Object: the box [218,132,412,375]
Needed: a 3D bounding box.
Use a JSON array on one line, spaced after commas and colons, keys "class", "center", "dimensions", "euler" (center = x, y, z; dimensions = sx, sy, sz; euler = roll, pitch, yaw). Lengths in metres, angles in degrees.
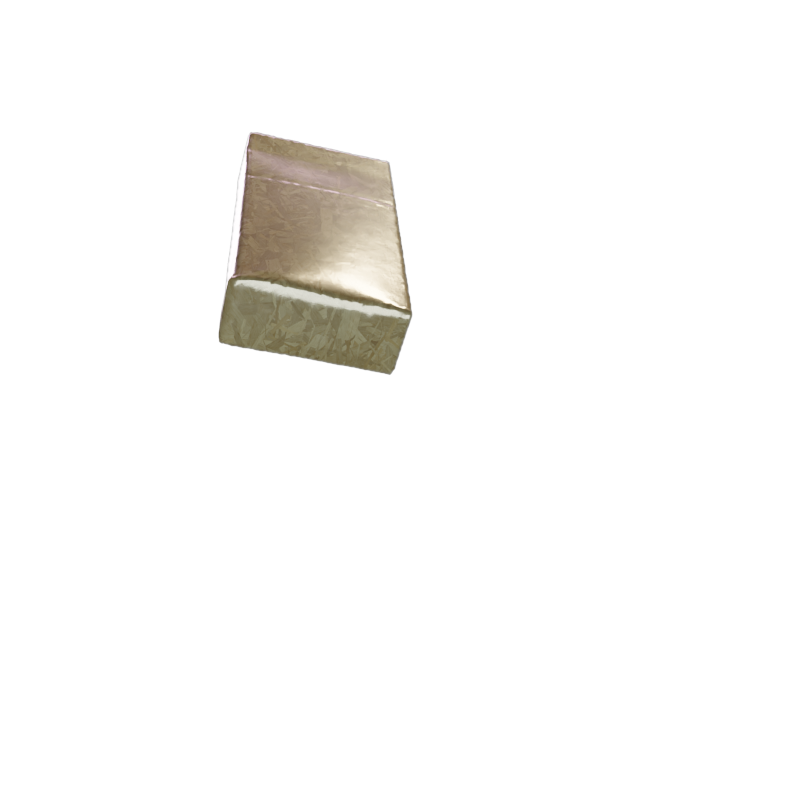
[{"class": "box", "center": [-0.049, -0.088, 0.621], "dimensions": [0.092, 0.046, 0.188], "euler": [10, 31, -10]}]
